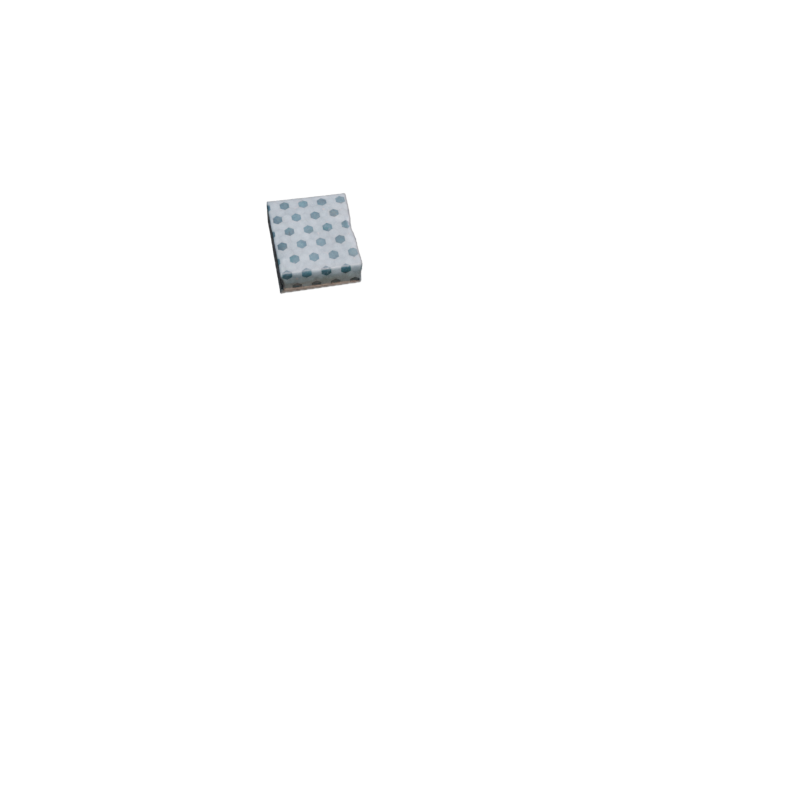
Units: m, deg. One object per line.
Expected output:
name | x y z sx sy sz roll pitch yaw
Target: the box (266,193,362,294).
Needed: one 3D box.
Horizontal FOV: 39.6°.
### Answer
box | -0.077 -0.141 0.985 0.073 0.096 0.028 -8 -37 -7
